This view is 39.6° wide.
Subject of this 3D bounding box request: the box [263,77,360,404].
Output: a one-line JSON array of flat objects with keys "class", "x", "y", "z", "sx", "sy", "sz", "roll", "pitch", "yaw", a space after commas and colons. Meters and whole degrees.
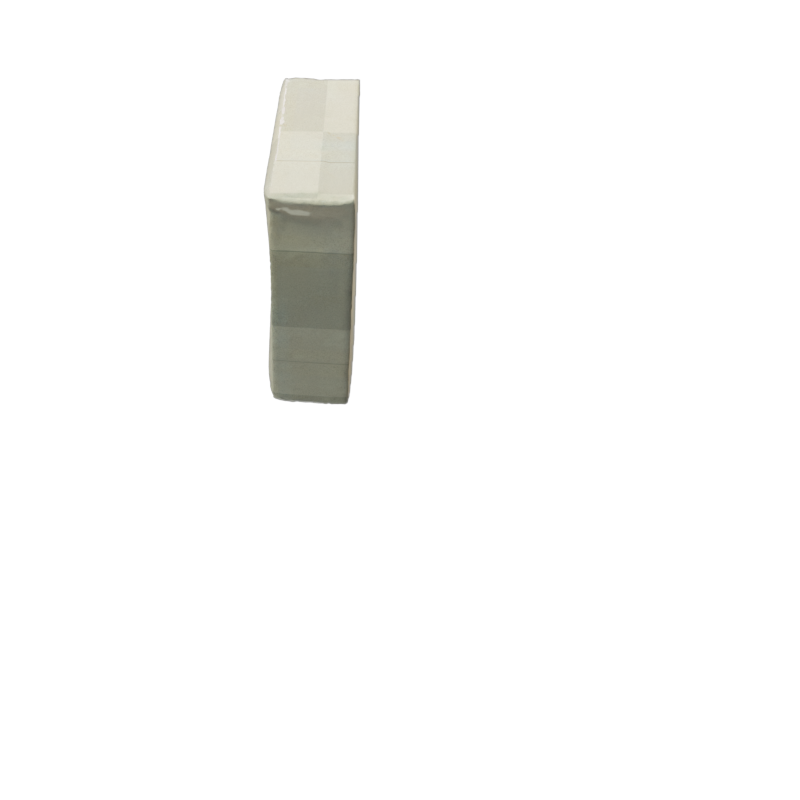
[{"class": "box", "x": -0.070, "y": -0.128, "z": 0.899, "sx": 0.072, "sy": 0.199, "sz": 0.176, "roll": 2, "pitch": 44, "yaw": -2}]
